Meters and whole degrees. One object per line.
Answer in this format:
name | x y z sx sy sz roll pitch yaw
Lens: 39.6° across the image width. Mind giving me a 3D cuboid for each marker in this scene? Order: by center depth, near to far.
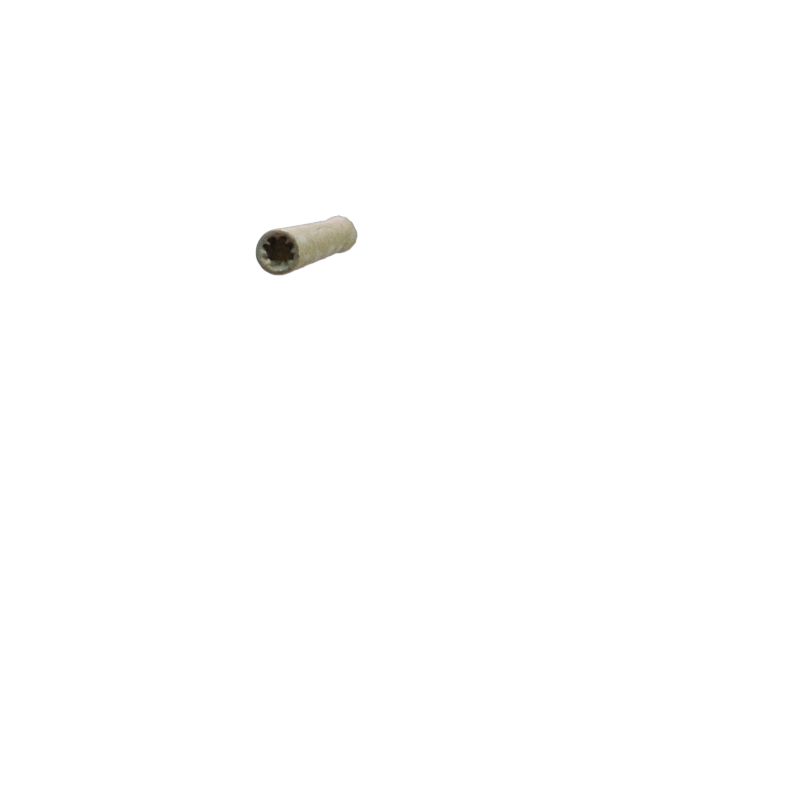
marker | -0.039 -0.071 0.498 0.020 0.019 0.121 1 12 9
